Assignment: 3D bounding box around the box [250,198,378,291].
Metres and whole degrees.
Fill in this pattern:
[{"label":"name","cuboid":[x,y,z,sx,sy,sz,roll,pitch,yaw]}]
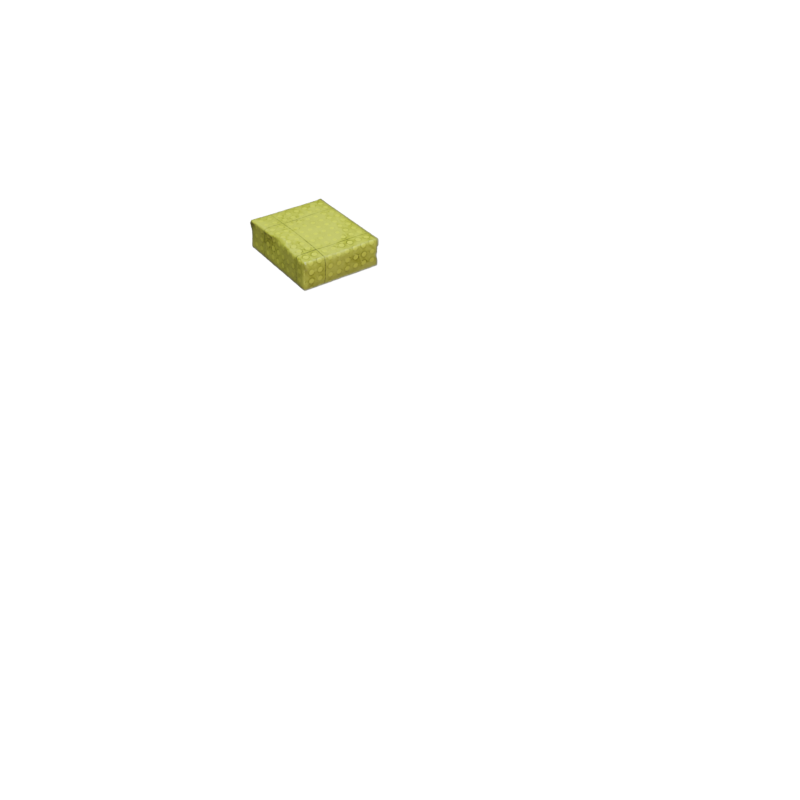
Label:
[{"label":"box","cuboid":[-0.073,-0.133,0.930,0.072,0.028,0.096,-21,41,-27]}]
